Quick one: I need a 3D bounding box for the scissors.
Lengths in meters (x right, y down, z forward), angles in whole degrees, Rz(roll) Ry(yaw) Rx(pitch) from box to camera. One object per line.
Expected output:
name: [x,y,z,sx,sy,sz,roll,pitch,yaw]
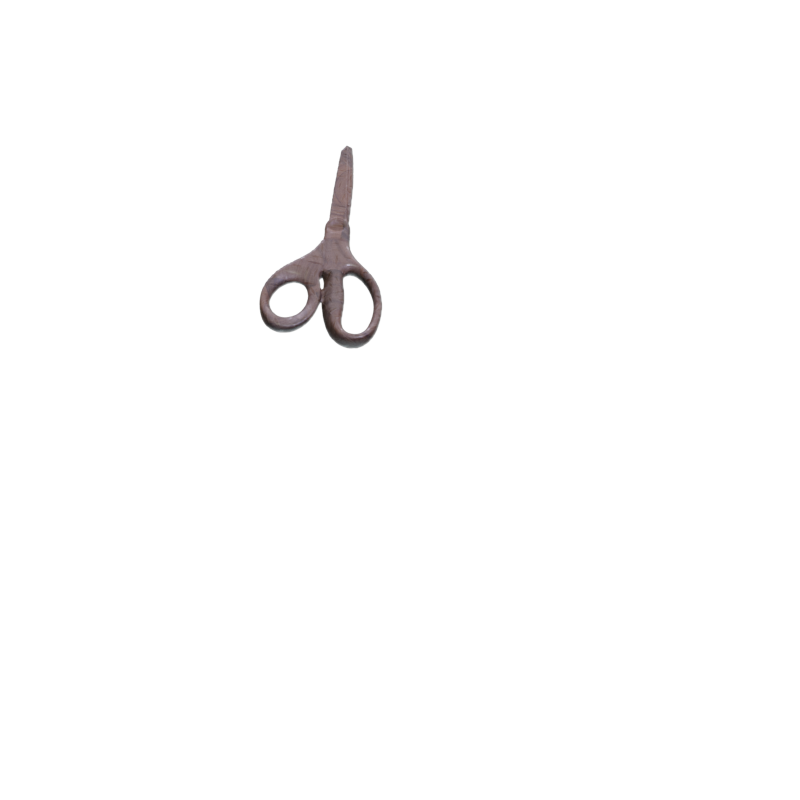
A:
scissors: [-0.065,-0.119,0.834,0.095,0.218,0.015,-9,-39,-7]
